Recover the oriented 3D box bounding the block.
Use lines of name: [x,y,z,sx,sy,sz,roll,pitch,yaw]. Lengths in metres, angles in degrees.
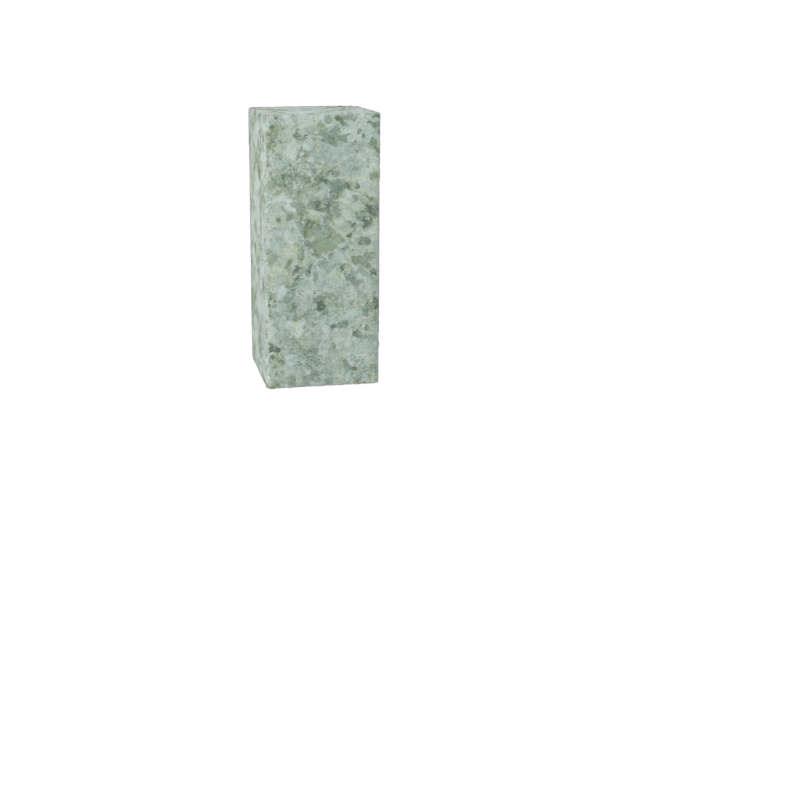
block: [-0.068,-0.123,0.864,0.089,0.200,0.095,-2,13,-13]
